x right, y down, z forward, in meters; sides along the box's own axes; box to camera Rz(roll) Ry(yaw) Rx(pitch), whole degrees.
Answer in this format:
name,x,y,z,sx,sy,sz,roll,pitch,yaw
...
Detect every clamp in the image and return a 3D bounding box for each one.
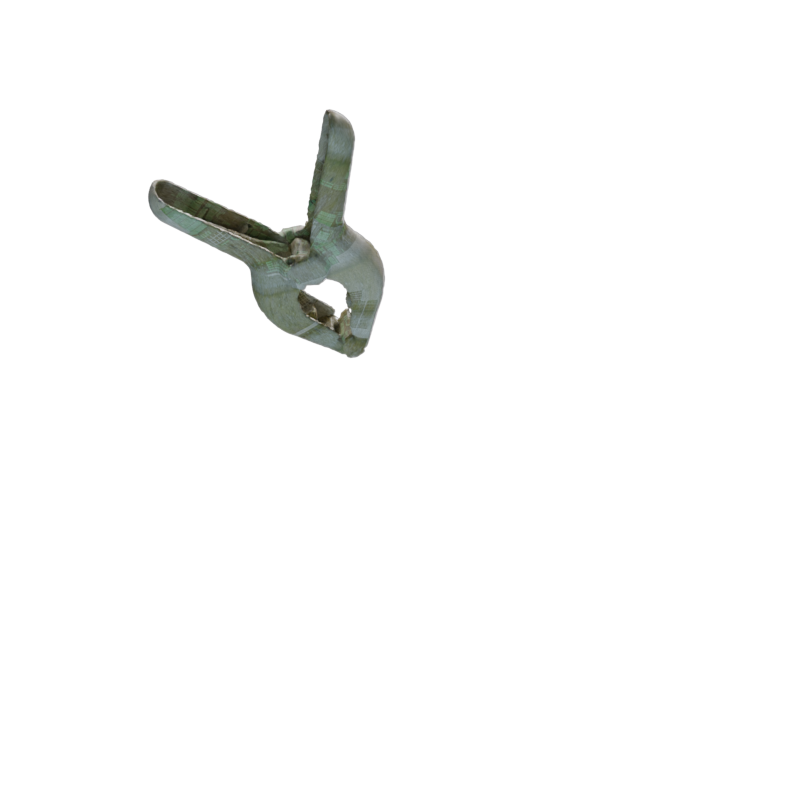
name,x,y,z,sx,sy,sz,roll,pitch,yaw
clamp,-0.050,-0.092,0.642,0.121,0.042,0.159,-22,-45,23
